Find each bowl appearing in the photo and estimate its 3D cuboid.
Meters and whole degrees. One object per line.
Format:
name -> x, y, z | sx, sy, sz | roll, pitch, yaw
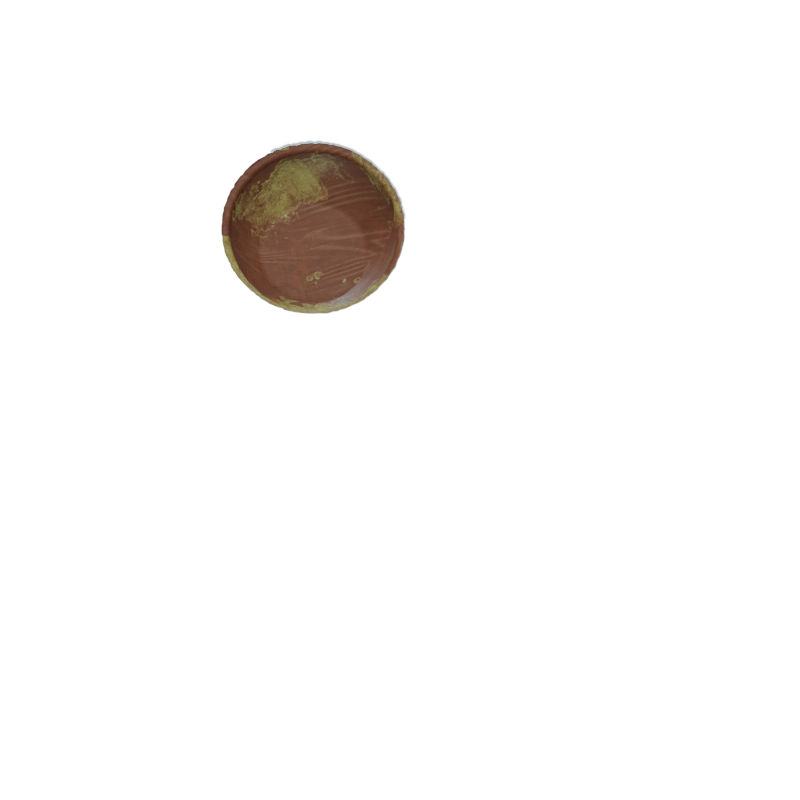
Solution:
bowl -> -0.074, -0.136, 0.950 | 0.162, 0.154, 0.058 | 1, 25, -1
